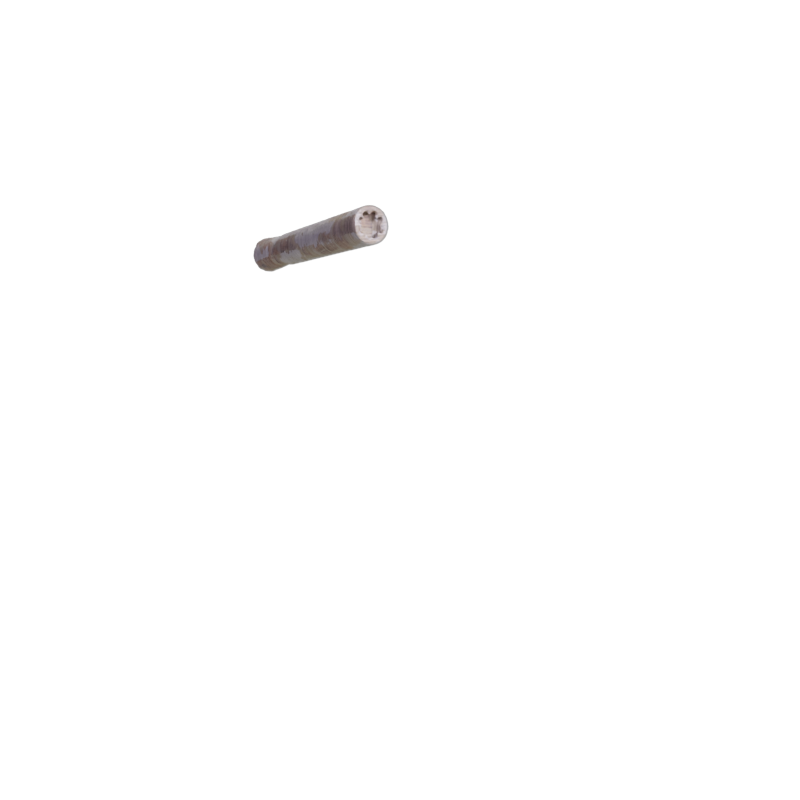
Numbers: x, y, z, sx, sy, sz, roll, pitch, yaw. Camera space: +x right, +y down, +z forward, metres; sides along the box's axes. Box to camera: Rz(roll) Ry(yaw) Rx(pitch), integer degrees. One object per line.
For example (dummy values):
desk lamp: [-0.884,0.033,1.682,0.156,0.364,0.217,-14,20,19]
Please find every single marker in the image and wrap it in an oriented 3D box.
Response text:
marker: [-0.044,-0.081,0.565,0.019,0.020,0.124,-2,0,-30]
